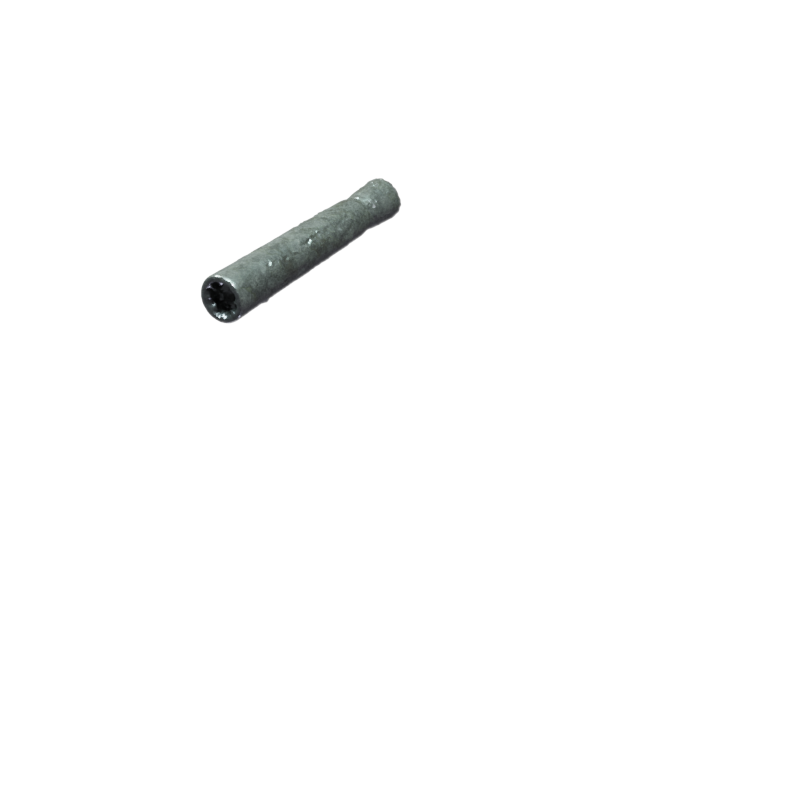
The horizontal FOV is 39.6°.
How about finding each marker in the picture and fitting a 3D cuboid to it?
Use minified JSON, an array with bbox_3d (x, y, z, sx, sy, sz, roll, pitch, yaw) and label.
[{"bbox_3d":[-0.035,-0.063,0.441,0.020,0.019,0.122,2,27,32],"label":"marker"}]
